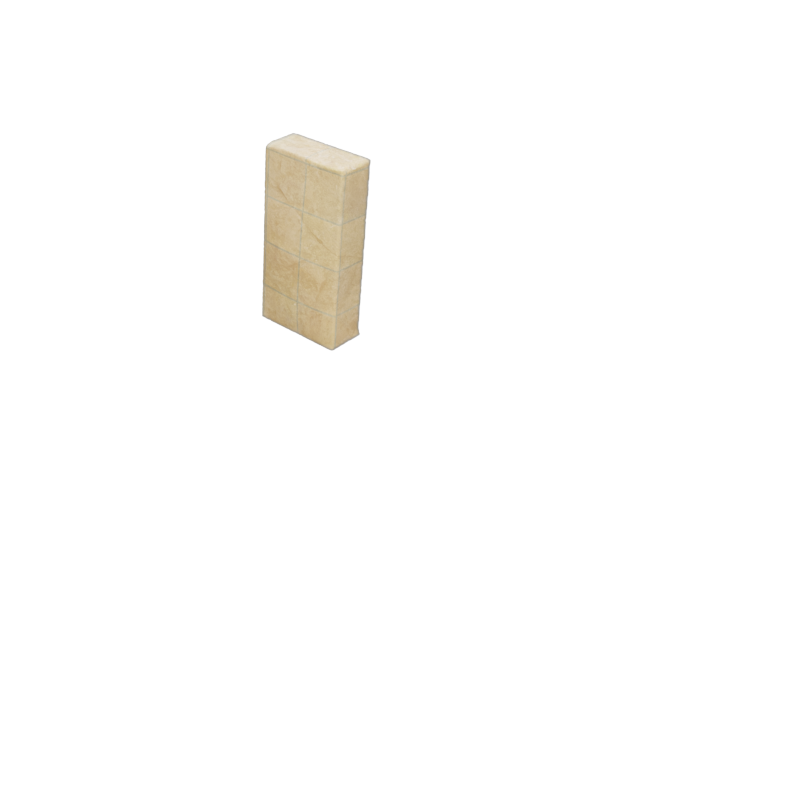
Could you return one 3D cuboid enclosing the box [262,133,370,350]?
[{"bbox_3d":[-0.078,-0.142,0.995,0.099,0.166,0.048,25,36,34],"label":"box"}]
